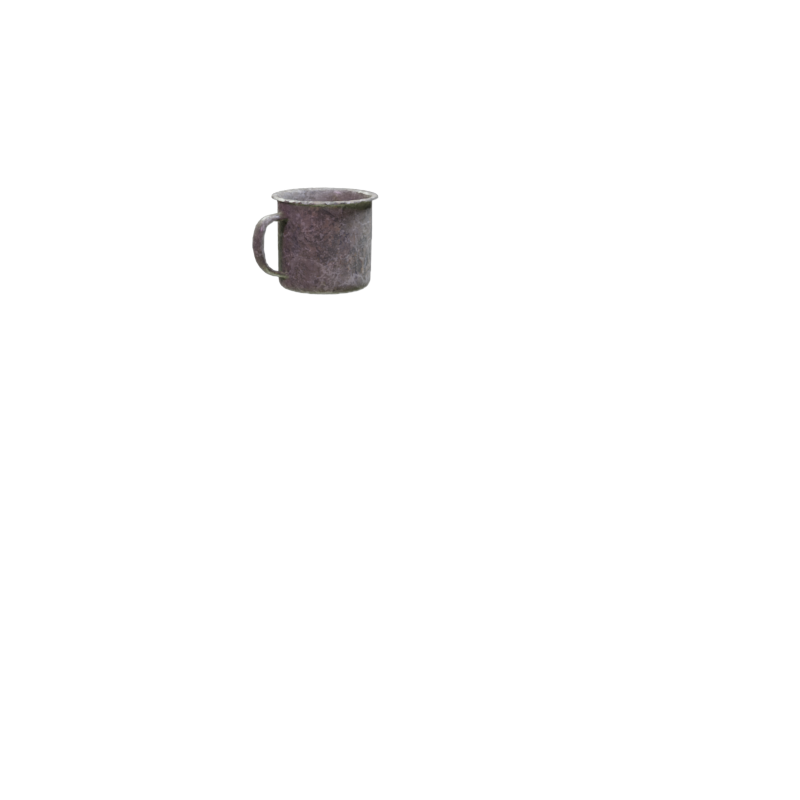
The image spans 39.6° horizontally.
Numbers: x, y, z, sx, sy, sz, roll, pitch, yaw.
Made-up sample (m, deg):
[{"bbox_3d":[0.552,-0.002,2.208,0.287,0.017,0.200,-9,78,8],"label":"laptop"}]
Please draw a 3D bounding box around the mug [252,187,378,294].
[{"bbox_3d":[-0.075,-0.137,0.963,0.114,0.079,0.099,-11,19,-36],"label":"mug"}]
